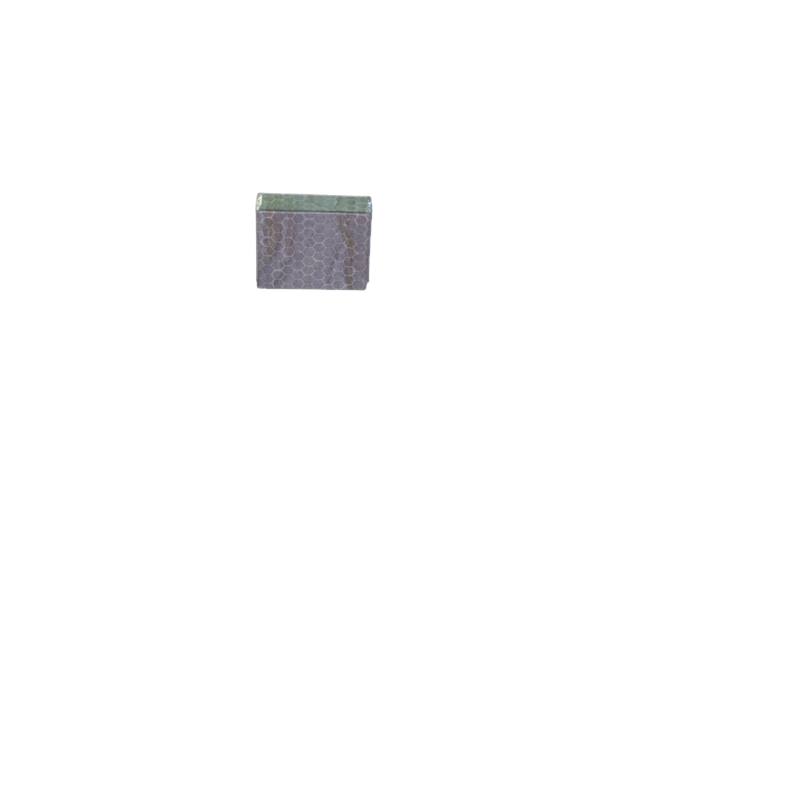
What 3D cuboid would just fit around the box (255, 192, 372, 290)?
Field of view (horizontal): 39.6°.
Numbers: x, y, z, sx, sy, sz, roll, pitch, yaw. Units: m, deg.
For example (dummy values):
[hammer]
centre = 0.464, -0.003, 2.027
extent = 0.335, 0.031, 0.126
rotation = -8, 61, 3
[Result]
[box]
centre = -0.067, -0.123, 0.860
extent = 0.089, 0.068, 0.032
rotation = 1, 36, -1
